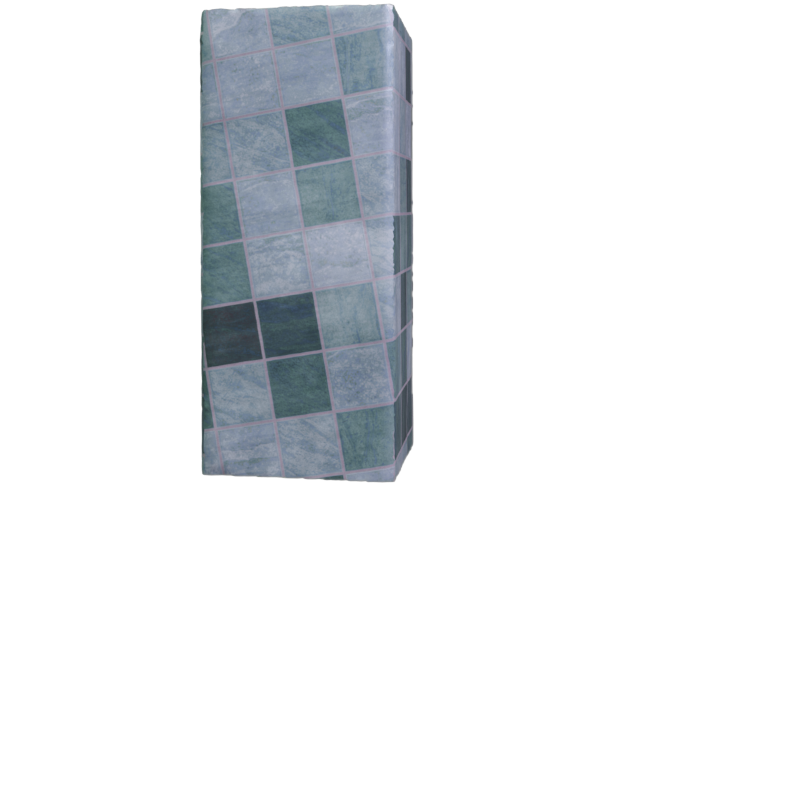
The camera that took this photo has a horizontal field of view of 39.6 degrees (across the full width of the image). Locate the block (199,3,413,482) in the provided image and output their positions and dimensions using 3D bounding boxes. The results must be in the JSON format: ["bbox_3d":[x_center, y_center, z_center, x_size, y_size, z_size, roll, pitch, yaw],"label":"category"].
[{"bbox_3d":[-0.042,-0.075,0.526,0.091,0.206,0.090,0,2,7],"label":"block"}]
